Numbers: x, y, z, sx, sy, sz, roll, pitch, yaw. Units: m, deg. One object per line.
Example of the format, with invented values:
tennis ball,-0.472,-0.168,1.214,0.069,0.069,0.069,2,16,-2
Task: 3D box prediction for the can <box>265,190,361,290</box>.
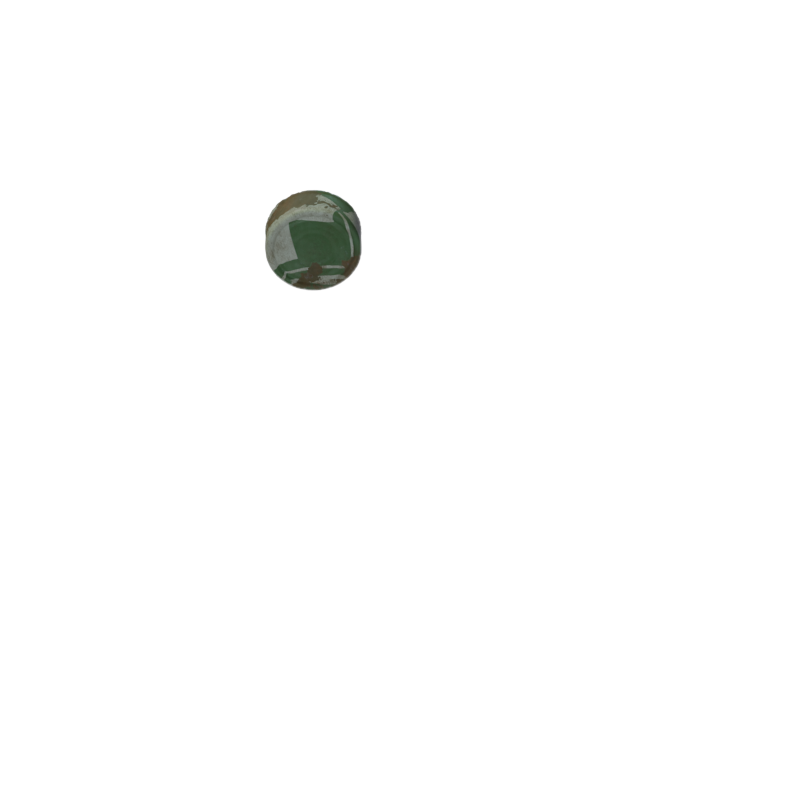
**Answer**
can,-0.076,-0.139,0.974,0.086,0.080,0.036,1,34,-1
